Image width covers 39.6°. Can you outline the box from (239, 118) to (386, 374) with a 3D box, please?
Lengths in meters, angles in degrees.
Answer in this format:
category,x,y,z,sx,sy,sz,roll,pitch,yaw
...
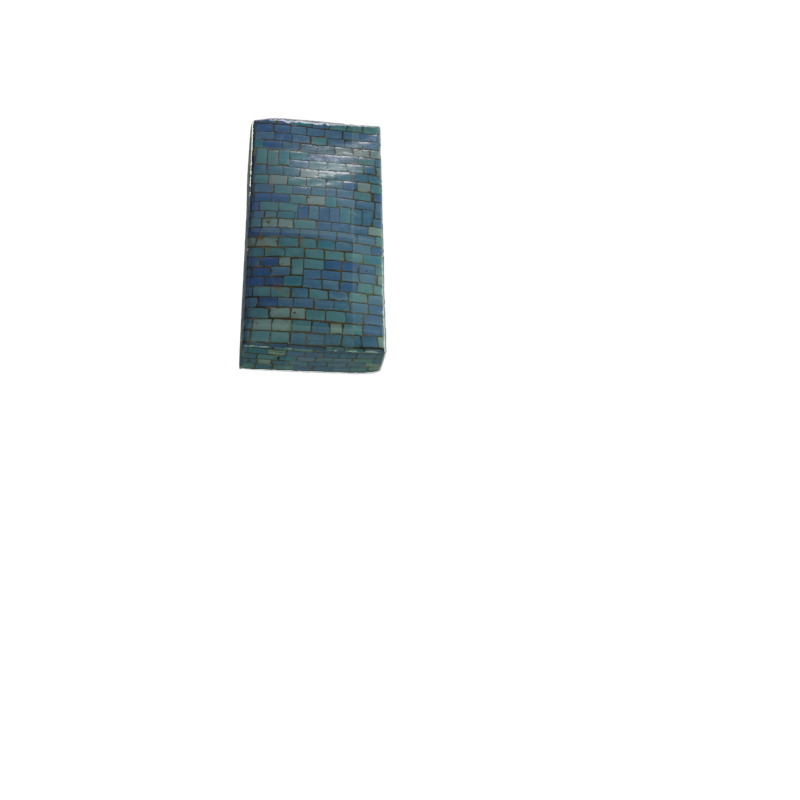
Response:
category,x,y,z,sx,sy,sz,roll,pitch,yaw
box,-0.058,-0.106,0.744,0.092,0.187,0.046,2,-26,-7
